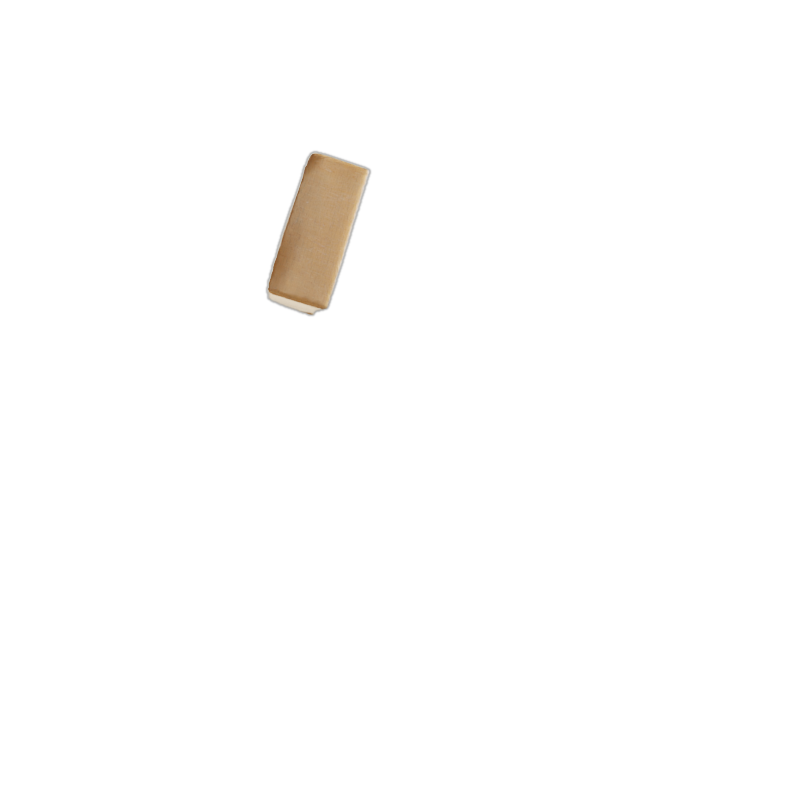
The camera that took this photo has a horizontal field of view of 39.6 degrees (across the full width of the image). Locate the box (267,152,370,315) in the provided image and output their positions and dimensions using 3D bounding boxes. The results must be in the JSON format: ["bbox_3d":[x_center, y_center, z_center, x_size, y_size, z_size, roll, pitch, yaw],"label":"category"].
[{"bbox_3d":[-0.060,-0.108,0.758,0.048,0.094,0.176,17,-1,-4],"label":"box"}]
